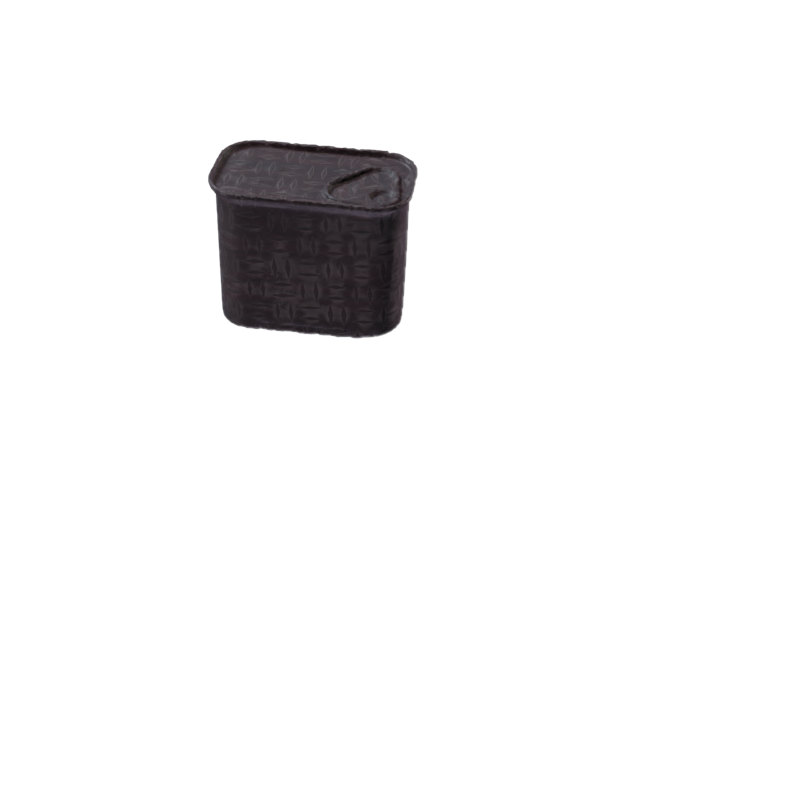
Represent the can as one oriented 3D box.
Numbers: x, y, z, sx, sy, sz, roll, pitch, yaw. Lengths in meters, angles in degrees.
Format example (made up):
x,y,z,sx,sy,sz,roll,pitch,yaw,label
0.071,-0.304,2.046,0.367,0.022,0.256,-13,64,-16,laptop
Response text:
x,y,z,sx,sy,sz,roll,pitch,yaw,label
-0.045,-0.082,0.573,0.103,0.078,0.061,6,37,7,can
